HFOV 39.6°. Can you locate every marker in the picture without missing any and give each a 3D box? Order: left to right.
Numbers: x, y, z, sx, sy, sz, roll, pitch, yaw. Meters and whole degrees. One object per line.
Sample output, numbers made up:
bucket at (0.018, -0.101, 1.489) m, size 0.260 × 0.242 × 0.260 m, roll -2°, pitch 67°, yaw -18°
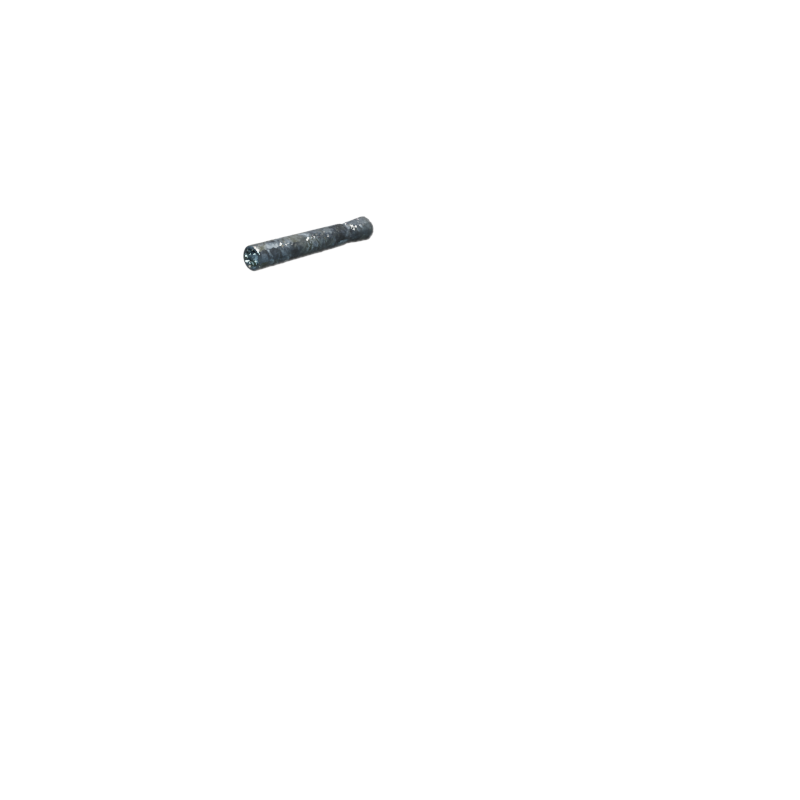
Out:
marker at (-0.064, -0.117, 0.817) m, size 0.021 × 0.019 × 0.119 m, roll 4°, pitch 20°, yaw 44°
